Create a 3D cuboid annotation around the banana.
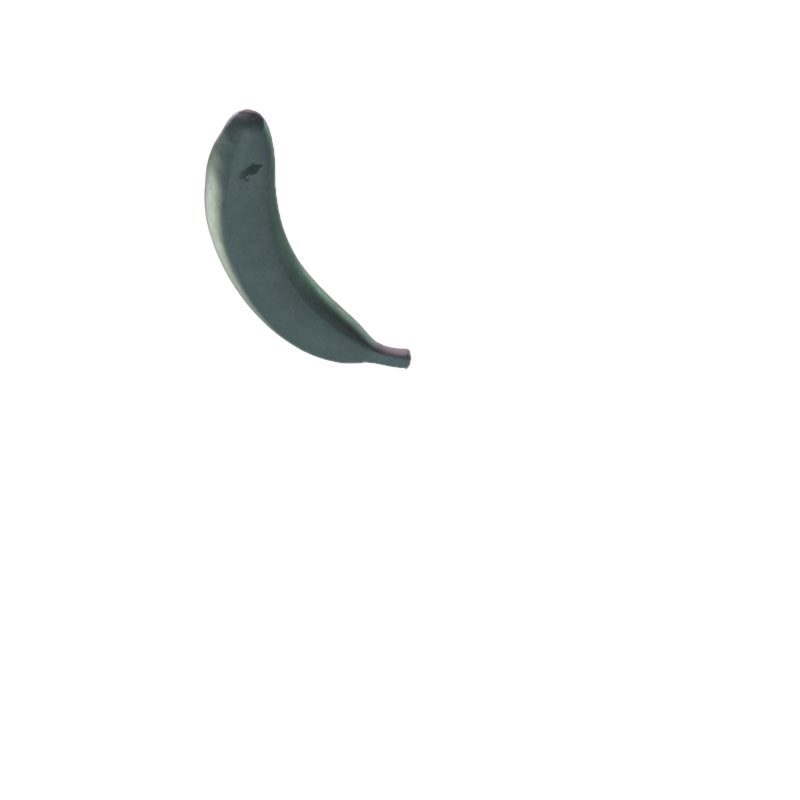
[{"bbox_3d":[-0.061,-0.076,0.587,0.070,0.039,0.182,-17,-42,18],"label":"banana"}]
